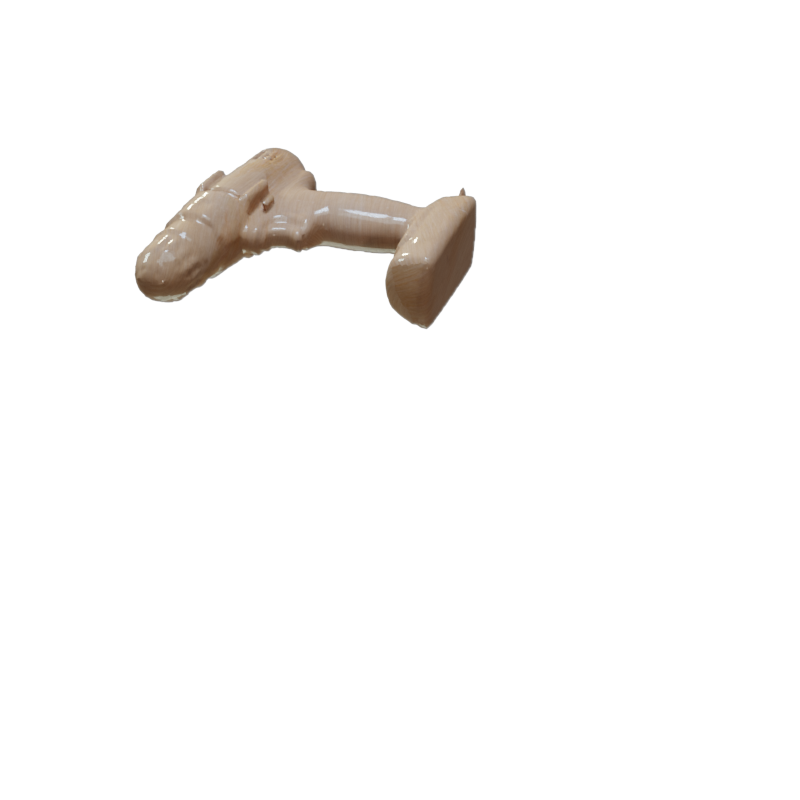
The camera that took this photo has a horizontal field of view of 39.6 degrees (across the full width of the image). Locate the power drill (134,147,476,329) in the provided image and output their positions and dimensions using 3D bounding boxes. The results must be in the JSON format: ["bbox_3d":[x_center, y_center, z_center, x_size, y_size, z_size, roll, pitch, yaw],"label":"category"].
[{"bbox_3d":[-0.057,-0.103,0.723,0.195,0.054,0.190,15,39,19],"label":"power drill"}]
